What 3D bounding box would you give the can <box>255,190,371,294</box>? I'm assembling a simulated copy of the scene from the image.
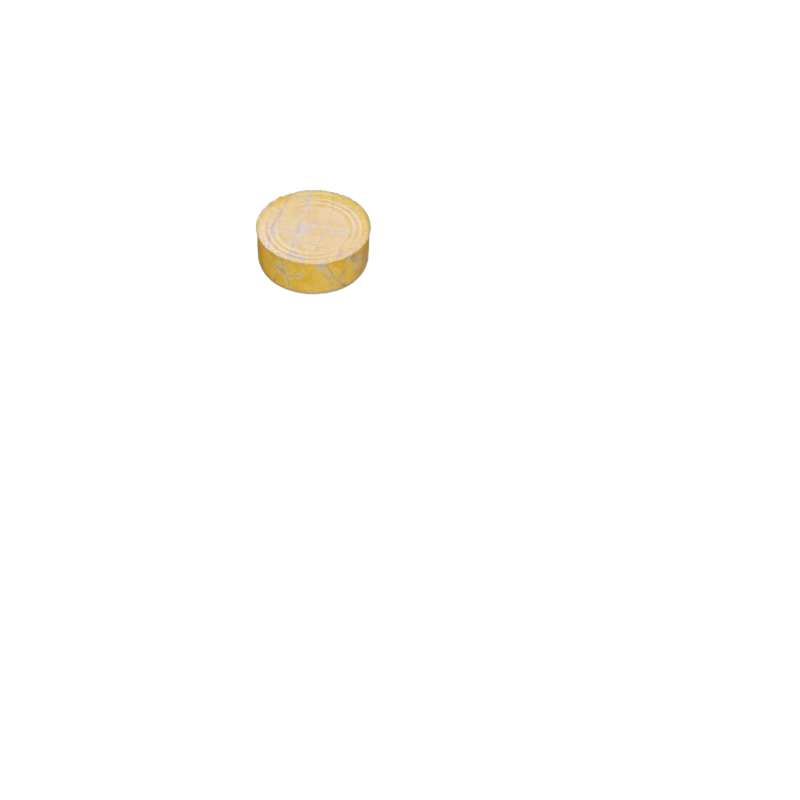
[{"bbox_3d":[-0.065,-0.119,0.836,0.086,0.031,0.092,-1,45,-1],"label":"can"}]
